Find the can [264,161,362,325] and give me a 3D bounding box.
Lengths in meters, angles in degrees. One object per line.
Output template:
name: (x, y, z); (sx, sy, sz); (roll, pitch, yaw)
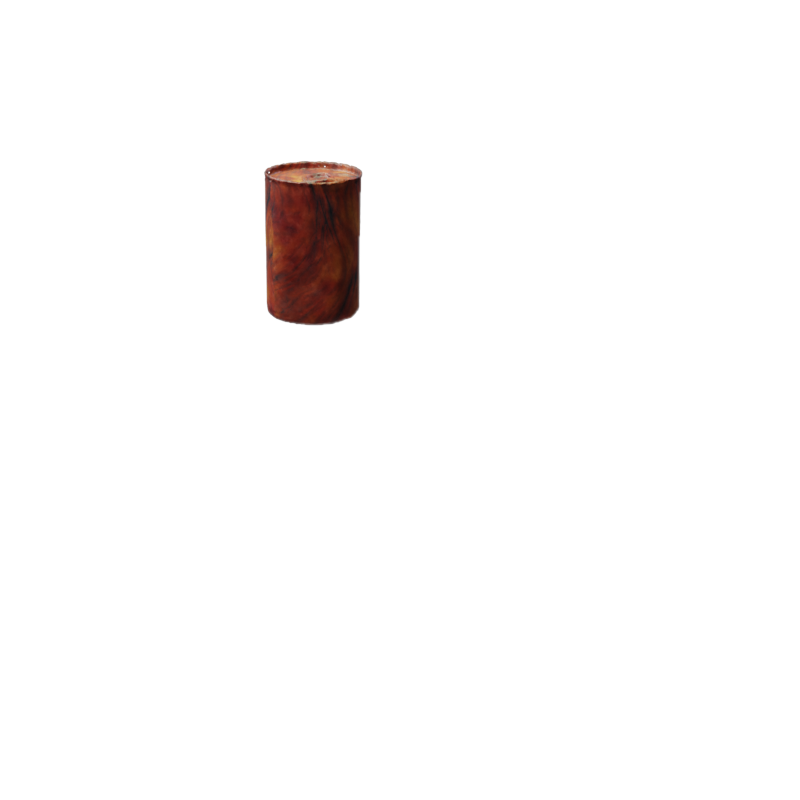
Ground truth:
can: (-0.061, -0.111, 0.780); (0.068, 0.098, 0.072); (0, 19, -2)
